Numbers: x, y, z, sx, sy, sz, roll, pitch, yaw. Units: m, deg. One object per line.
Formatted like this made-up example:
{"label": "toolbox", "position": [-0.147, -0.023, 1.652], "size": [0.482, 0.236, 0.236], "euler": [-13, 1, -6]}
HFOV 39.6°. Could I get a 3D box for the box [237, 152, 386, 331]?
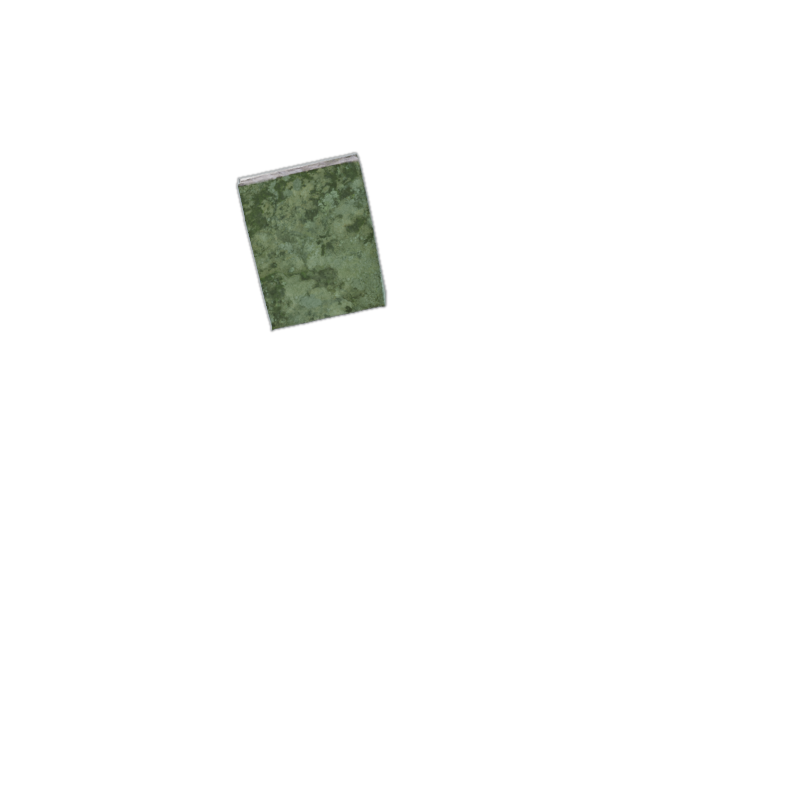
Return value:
{"label": "box", "position": [-0.063, -0.114, 0.801], "size": [0.090, 0.111, 0.040], "euler": [-11, 11, 2]}
